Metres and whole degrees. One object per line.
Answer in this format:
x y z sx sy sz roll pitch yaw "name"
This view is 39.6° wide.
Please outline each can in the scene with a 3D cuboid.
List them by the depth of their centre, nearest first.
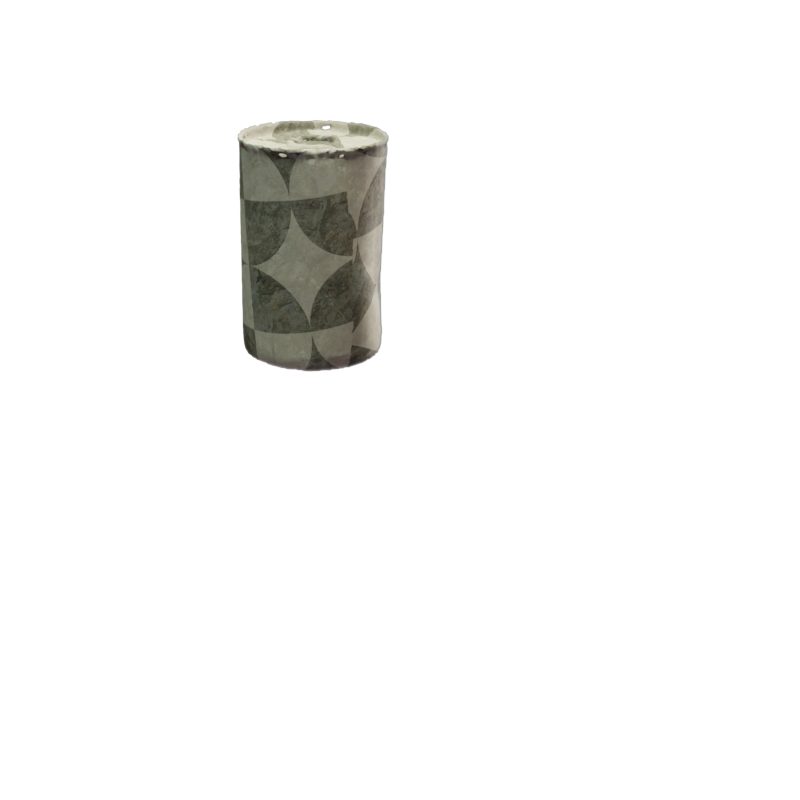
-0.040 -0.073 0.512 0.068 0.098 0.072 0 20 -2 "can"
